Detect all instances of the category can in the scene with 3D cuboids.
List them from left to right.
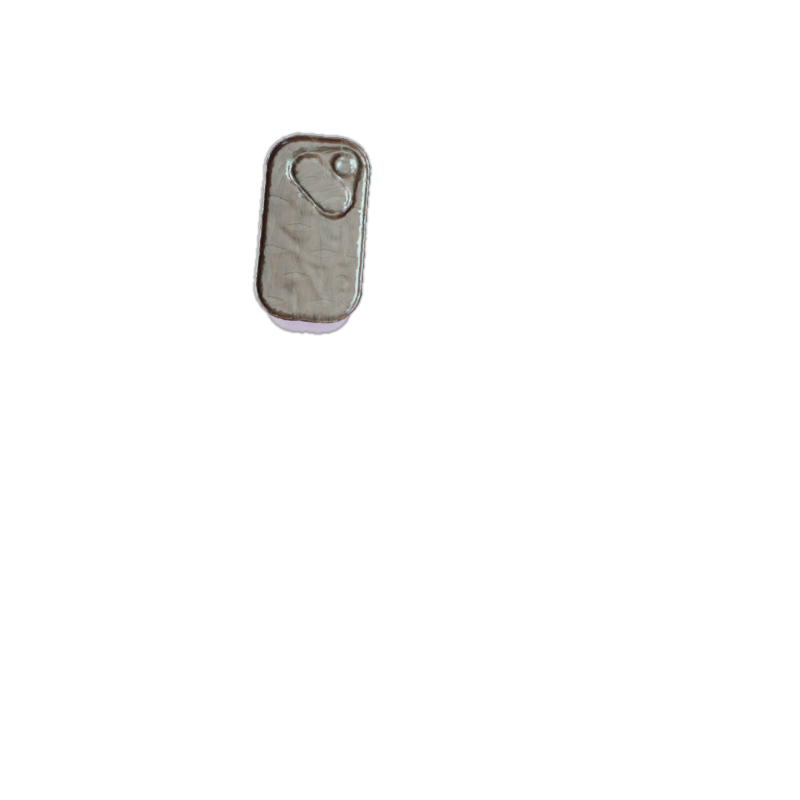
[{"bbox_3d":[-0.049,-0.090,0.629,0.057,0.104,0.082,4,-8,-3],"label":"can"}]
